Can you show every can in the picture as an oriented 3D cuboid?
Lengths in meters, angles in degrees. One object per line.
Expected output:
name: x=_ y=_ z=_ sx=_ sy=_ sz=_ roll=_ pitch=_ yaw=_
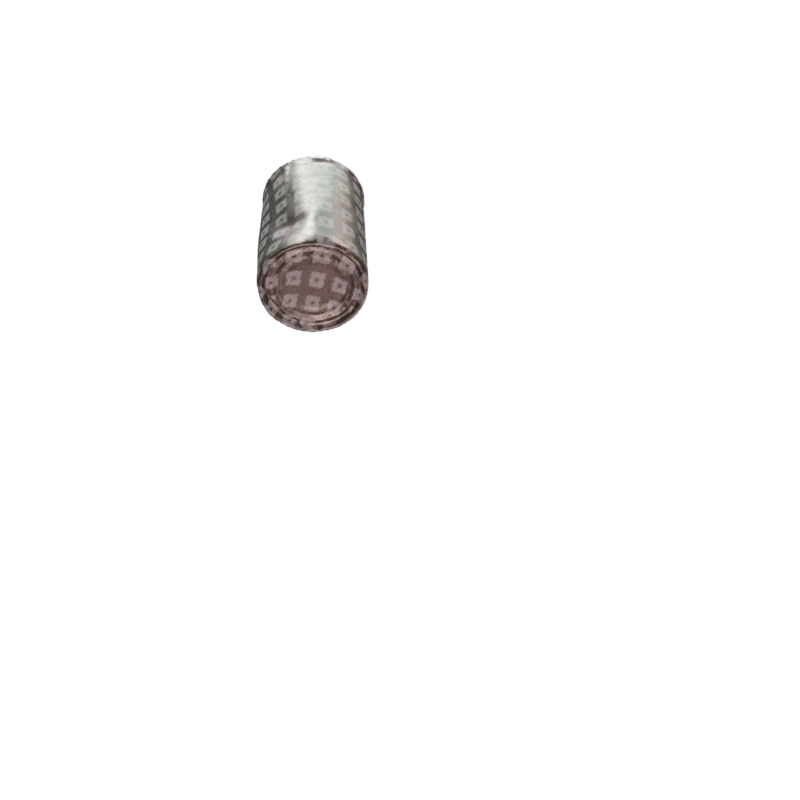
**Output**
can: x=-0.054 y=-0.099 z=0.694 sx=0.068 sy=0.064 sz=0.109 roll=-1 pitch=37 yaw=-3
